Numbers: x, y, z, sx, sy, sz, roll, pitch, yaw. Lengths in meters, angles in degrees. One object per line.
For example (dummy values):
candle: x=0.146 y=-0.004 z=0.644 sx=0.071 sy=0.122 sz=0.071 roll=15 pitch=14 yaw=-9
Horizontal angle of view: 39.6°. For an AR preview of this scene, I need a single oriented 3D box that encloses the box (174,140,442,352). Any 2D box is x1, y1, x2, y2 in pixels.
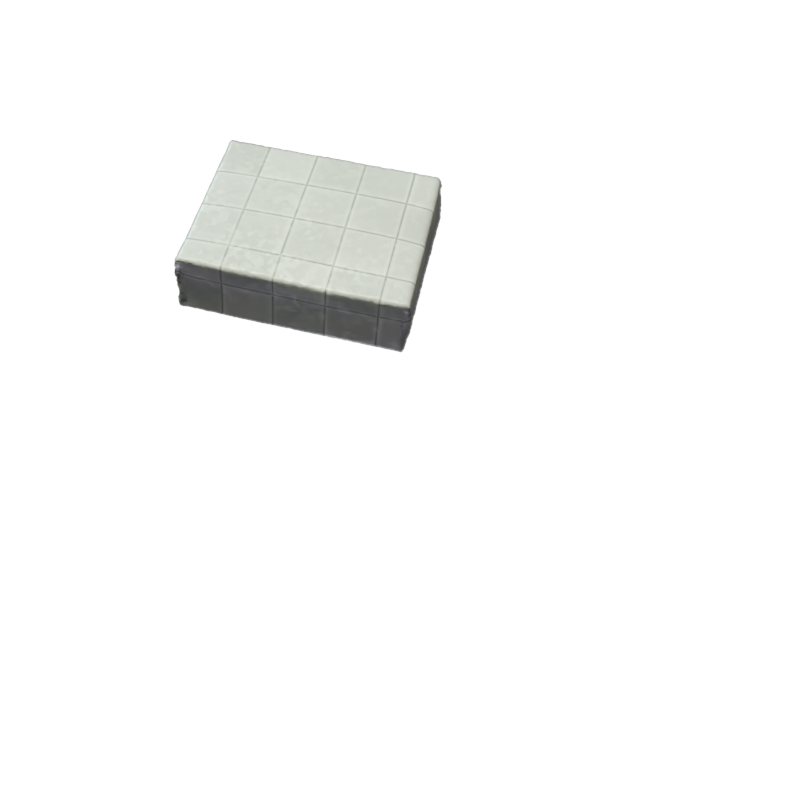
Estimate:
box: x=-0.042 y=-0.077 z=0.539 sx=0.115 sy=0.095 sz=0.036 roll=9 pitch=-42 yaw=8
